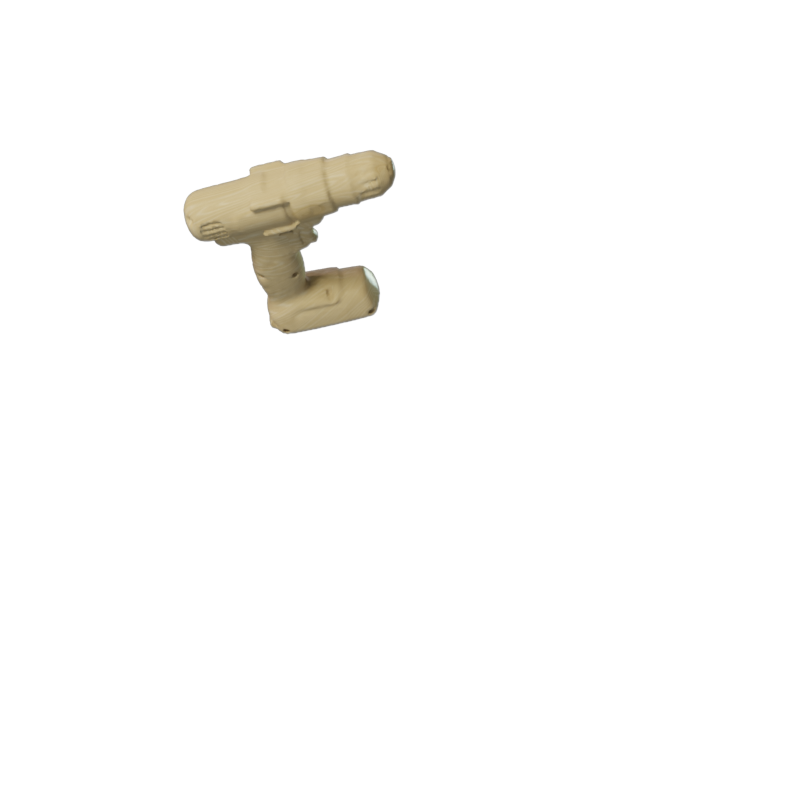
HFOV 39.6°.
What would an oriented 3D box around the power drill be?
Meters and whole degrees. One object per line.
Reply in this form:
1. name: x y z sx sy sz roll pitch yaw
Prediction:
1. power drill: -0.077 -0.141 0.985 0.186 0.061 0.173 -10 -37 13
